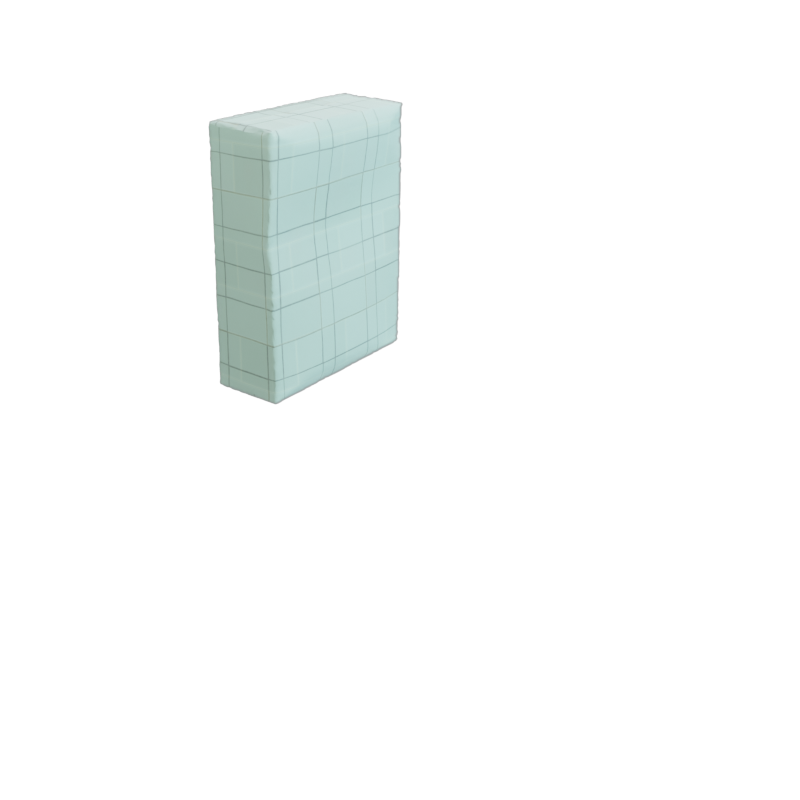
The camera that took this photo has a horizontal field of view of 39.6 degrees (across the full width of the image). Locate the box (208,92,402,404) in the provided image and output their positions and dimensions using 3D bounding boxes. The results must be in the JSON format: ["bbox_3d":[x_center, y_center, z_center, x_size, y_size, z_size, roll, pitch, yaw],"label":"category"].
[{"bbox_3d":[-0.069,-0.127,0.887,0.076,0.205,0.163,15,25,34],"label":"box"}]
